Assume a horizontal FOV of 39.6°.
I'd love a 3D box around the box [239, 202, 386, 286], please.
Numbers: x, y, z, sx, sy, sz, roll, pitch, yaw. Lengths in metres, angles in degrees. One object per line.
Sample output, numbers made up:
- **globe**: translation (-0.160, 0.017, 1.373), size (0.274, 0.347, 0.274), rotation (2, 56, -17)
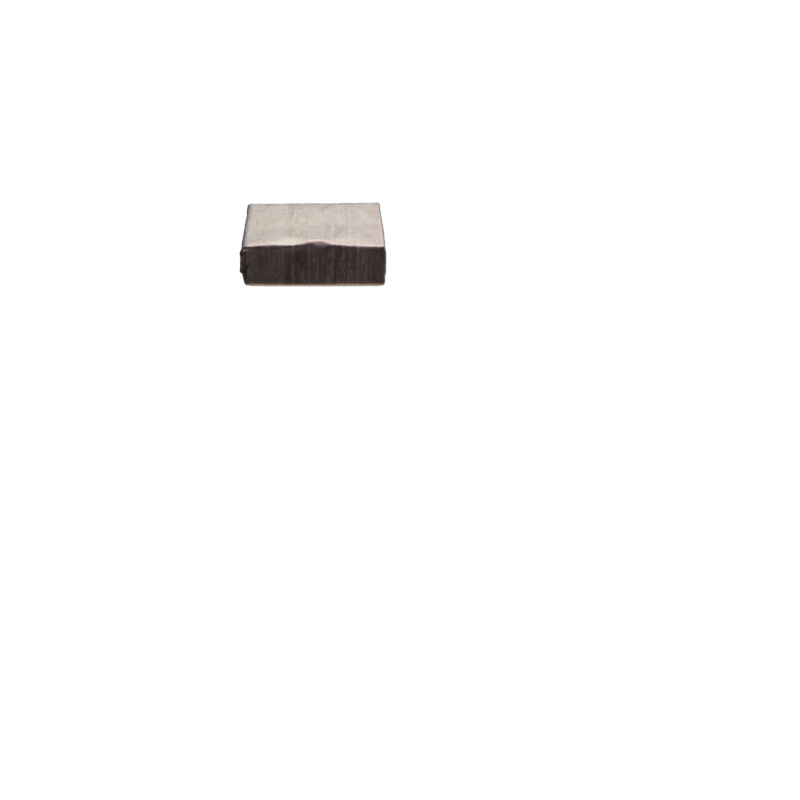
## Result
- **box**: translation (-0.055, -0.100, 0.701), size (0.089, 0.028, 0.077), rotation (0, 29, -1)
